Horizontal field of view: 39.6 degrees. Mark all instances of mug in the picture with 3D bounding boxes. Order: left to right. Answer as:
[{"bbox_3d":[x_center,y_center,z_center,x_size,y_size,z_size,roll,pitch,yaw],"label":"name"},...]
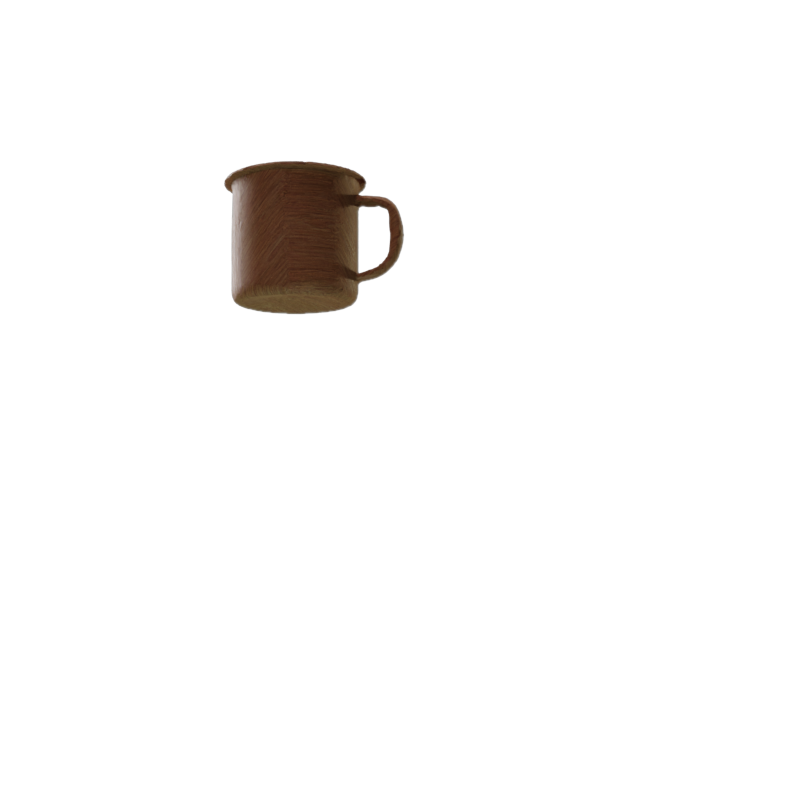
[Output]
[{"bbox_3d":[-0.056,-0.102,0.713,0.118,0.084,0.090,-2,-10,8],"label":"mug"}]
